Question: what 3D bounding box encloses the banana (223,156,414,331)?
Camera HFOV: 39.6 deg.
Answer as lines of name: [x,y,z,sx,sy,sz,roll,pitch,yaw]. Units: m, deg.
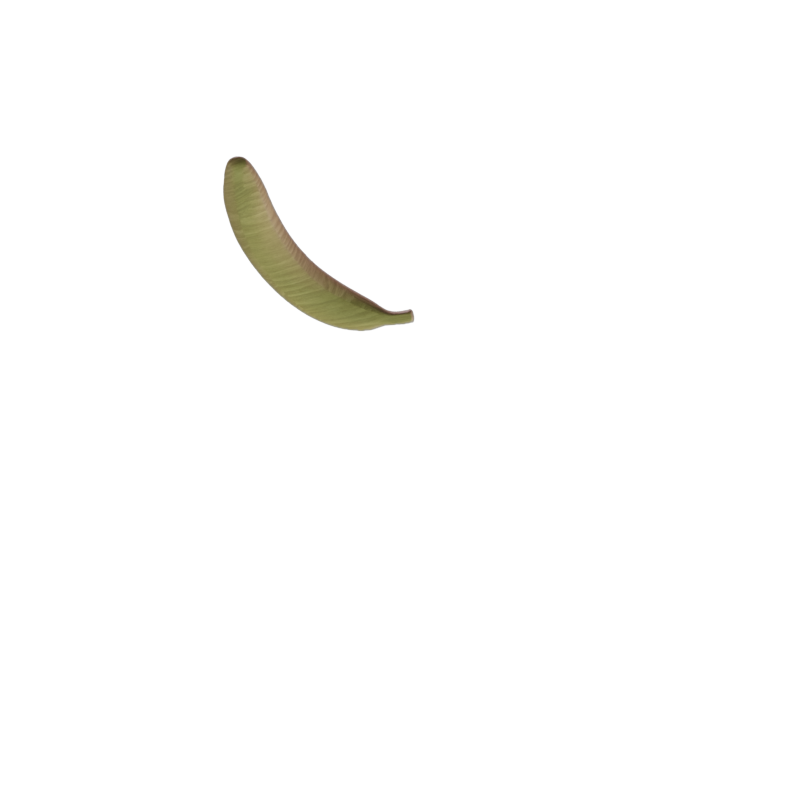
banana: [-0.078,-0.110,0.861,0.069,0.187,0.039,-39,26,23]
